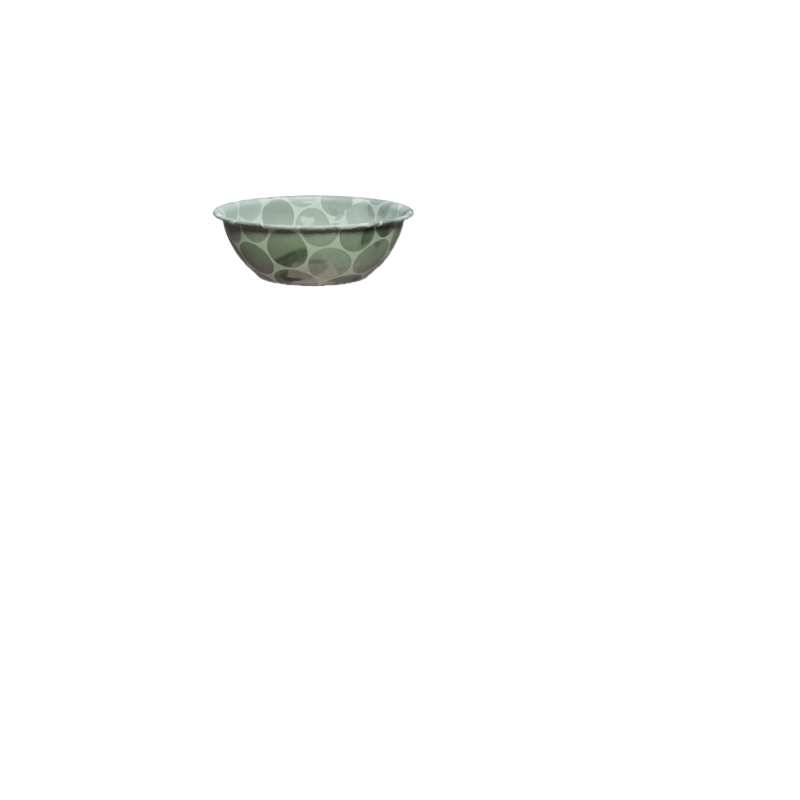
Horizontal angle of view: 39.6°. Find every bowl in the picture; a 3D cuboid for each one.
[{"bbox_3d":[-0.070,-0.128,0.897,0.162,0.053,0.168,-1,17,-2],"label":"bowl"}]
